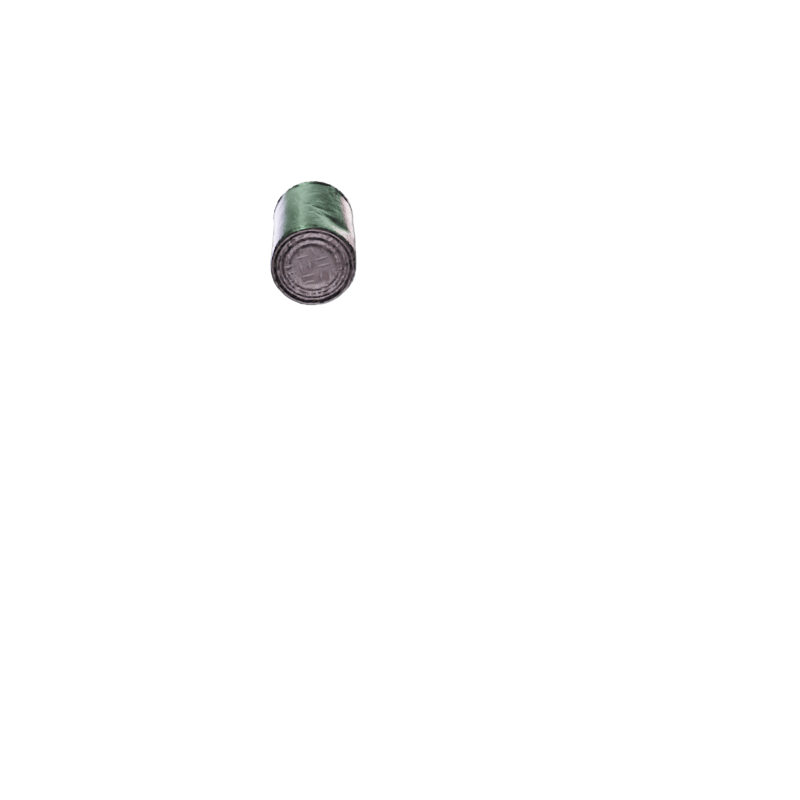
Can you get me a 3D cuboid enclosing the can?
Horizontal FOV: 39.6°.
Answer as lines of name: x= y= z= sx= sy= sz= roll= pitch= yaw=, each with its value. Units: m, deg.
can: x=-0.070 y=-0.128 z=0.895 sx=0.068 sy=0.065 sz=0.108 roll=0 pitch=28 yaw=-3
